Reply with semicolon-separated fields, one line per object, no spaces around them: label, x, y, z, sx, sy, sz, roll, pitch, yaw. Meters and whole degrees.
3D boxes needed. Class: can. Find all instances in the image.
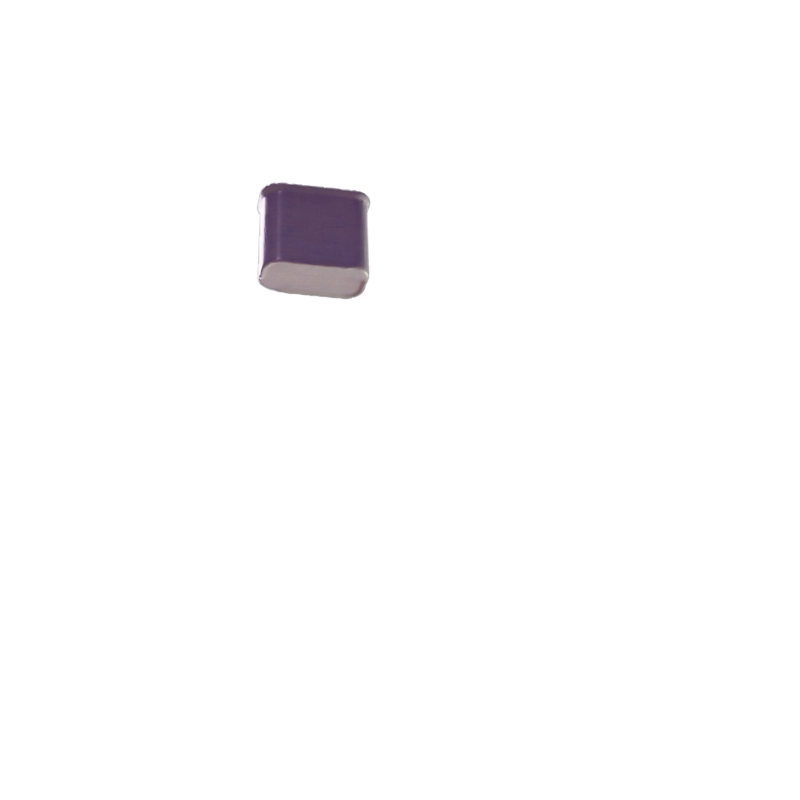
can;-0.078;-0.142;0.992;0.100;0.089;0.055;4;-32;-10
